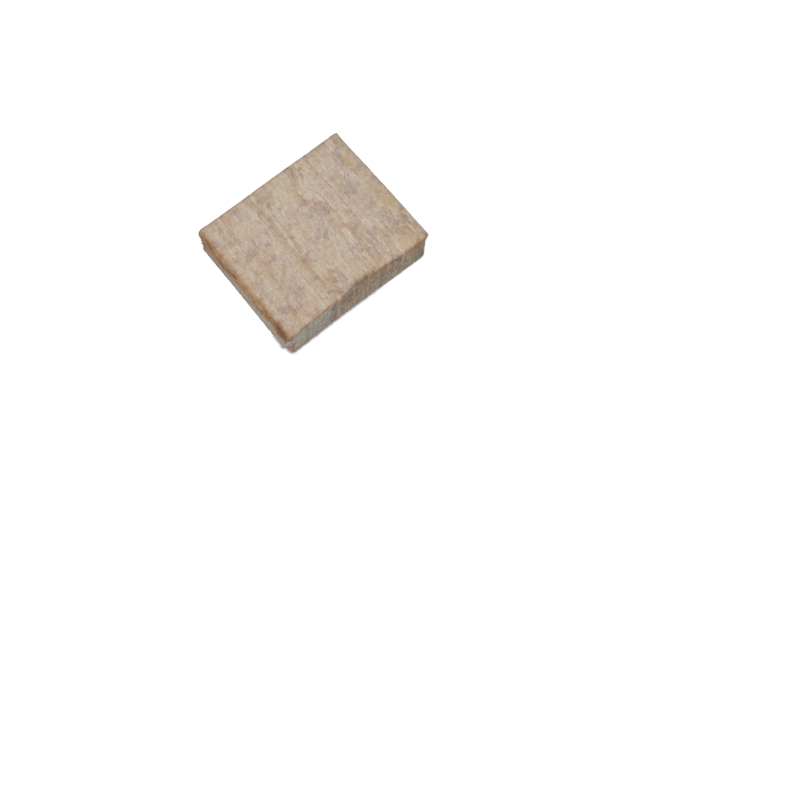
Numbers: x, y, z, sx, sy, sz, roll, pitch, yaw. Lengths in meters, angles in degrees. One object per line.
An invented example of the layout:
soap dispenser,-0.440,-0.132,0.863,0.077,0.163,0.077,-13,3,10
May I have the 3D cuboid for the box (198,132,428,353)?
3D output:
box,-0.043,-0.078,0.549,0.090,0.077,0.029,-37,-17,-14
